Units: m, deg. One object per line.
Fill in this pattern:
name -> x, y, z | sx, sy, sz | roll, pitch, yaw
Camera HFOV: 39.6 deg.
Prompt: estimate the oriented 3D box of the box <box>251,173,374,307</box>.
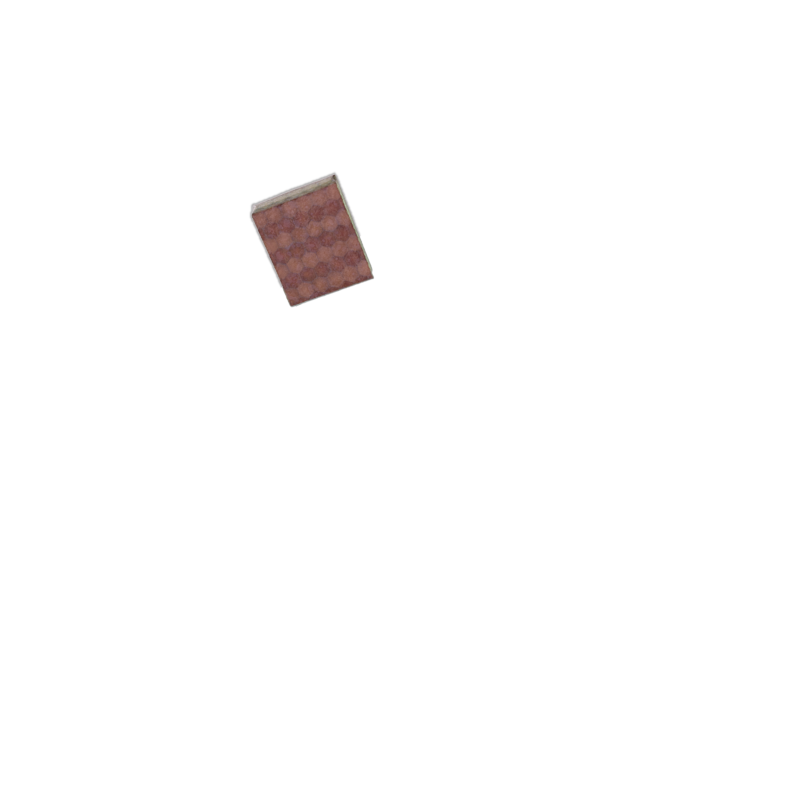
box -> -0.070, -0.127, 0.894 | 0.073, 0.085, 0.032 | -20, 19, 7
